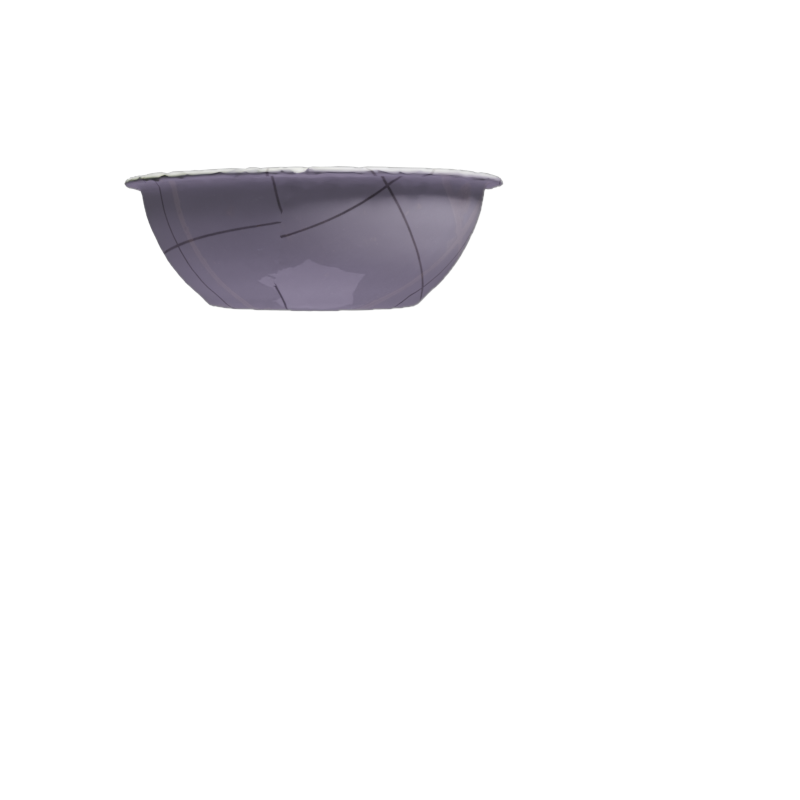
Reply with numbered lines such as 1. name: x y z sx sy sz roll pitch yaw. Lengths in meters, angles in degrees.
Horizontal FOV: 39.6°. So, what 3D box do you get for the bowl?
1. bowl: -0.038 -0.068 0.480 0.162 0.055 0.164 0 7 -2
